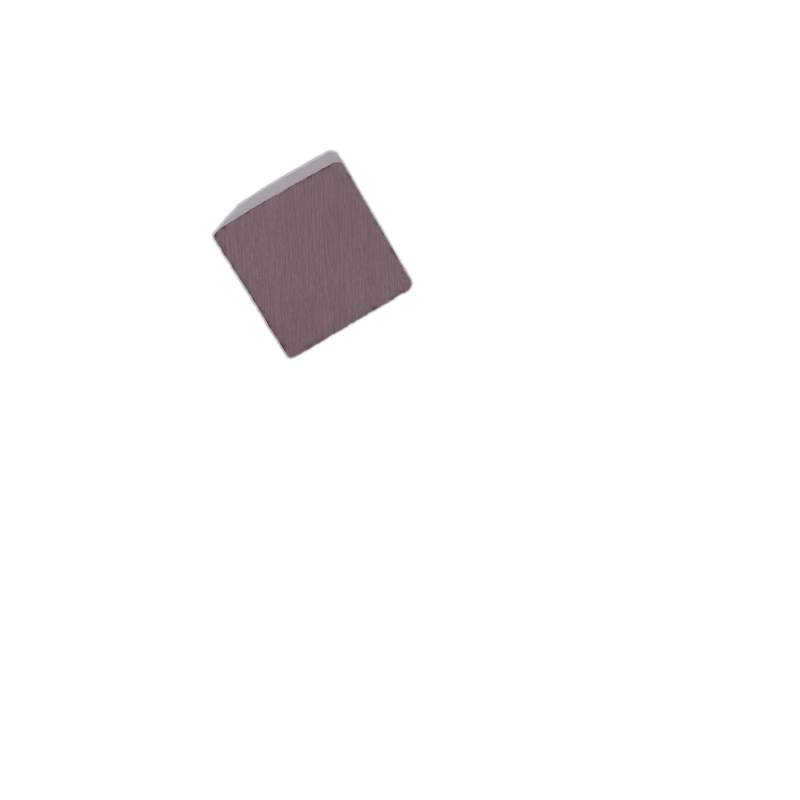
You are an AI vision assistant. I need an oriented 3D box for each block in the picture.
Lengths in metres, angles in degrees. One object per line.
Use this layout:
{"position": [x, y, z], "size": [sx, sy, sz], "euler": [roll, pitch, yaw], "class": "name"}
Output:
{"position": [-0.059, -0.108, 0.756], "size": [0.090, 0.088, 0.211], "euler": [-30, 13, 3], "class": "block"}
